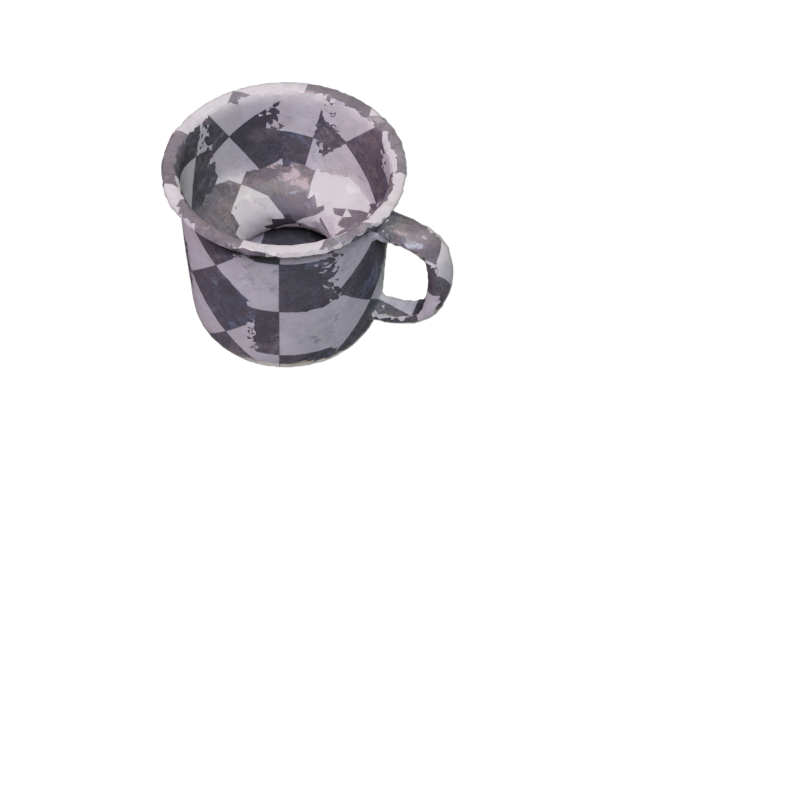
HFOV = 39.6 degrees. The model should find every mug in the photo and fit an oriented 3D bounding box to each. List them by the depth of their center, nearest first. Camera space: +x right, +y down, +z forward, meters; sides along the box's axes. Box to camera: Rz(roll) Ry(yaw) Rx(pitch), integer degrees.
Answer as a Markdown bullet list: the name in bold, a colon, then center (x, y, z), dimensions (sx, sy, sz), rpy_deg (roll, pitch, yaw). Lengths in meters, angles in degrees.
- **mug**: center (-0.035, -0.064, 0.445), dimensions (0.120, 0.097, 0.076), rpy_deg (18, -36, 13)
